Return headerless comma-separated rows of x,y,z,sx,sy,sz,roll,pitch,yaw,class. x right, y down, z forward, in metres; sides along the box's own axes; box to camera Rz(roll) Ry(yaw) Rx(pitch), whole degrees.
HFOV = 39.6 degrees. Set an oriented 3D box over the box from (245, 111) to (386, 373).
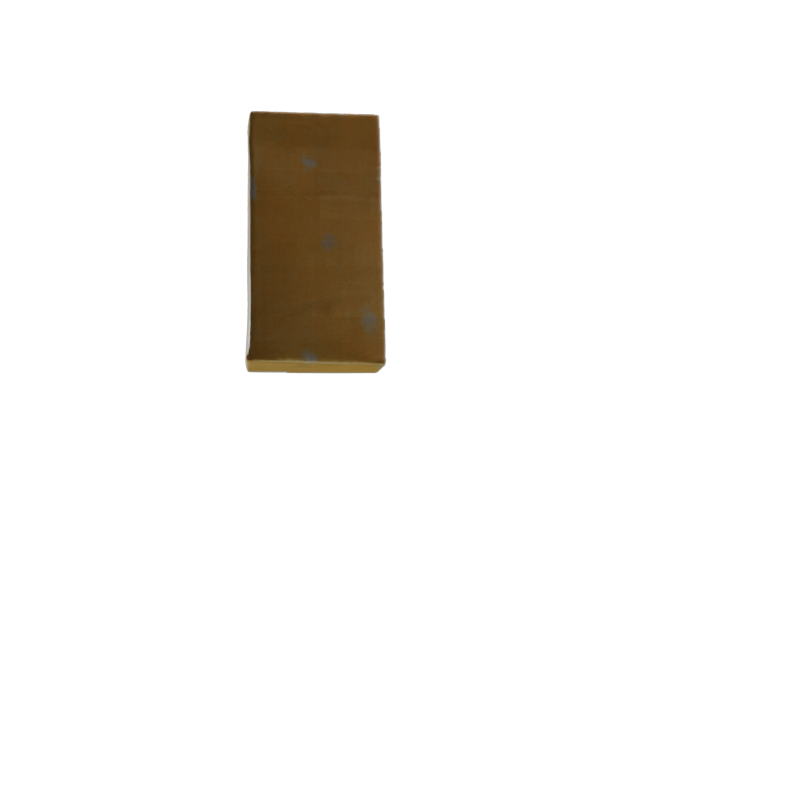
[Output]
-0.059,-0.109,0.761,0.092,0.183,0.047,1,-16,-6,box
